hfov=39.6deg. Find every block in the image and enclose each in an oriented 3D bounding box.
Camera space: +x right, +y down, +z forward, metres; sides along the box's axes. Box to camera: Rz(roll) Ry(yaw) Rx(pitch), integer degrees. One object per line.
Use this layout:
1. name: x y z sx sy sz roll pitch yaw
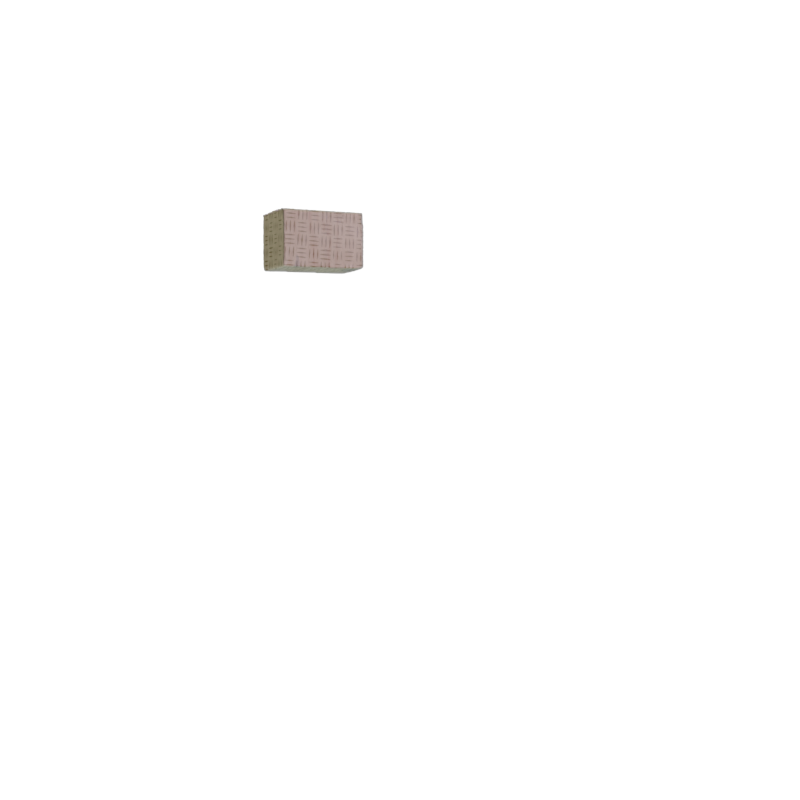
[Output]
1. block: -0.077 -0.141 0.985 0.076 0.052 0.054 1 -3 -24
